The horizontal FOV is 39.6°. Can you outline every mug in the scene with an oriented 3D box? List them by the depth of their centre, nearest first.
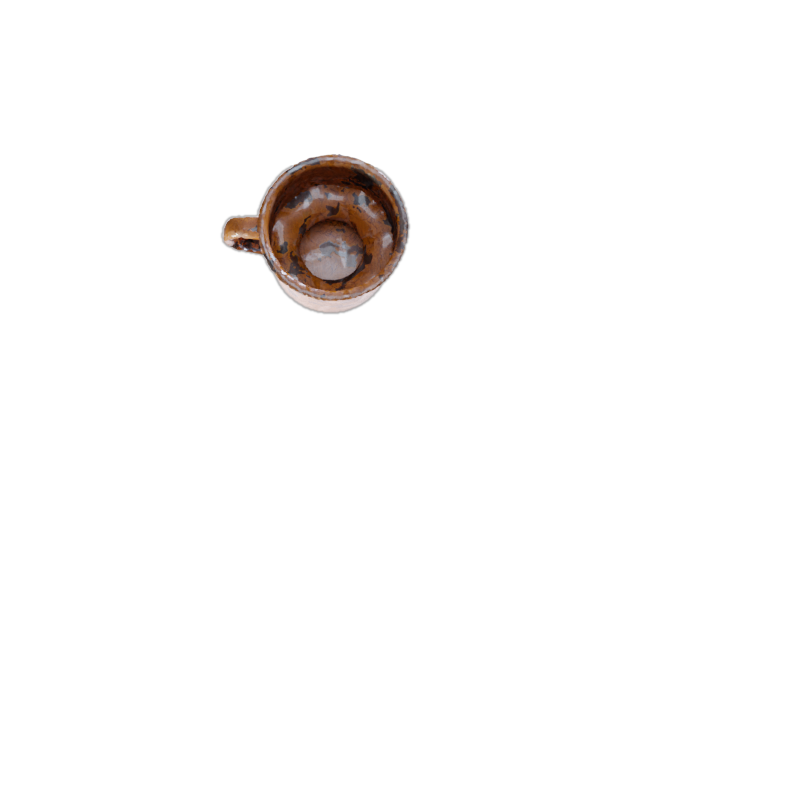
[{"bbox_3d":[-0.056,-0.102,0.718,0.117,0.096,0.079,1,-11,-1],"label":"mug"}]
